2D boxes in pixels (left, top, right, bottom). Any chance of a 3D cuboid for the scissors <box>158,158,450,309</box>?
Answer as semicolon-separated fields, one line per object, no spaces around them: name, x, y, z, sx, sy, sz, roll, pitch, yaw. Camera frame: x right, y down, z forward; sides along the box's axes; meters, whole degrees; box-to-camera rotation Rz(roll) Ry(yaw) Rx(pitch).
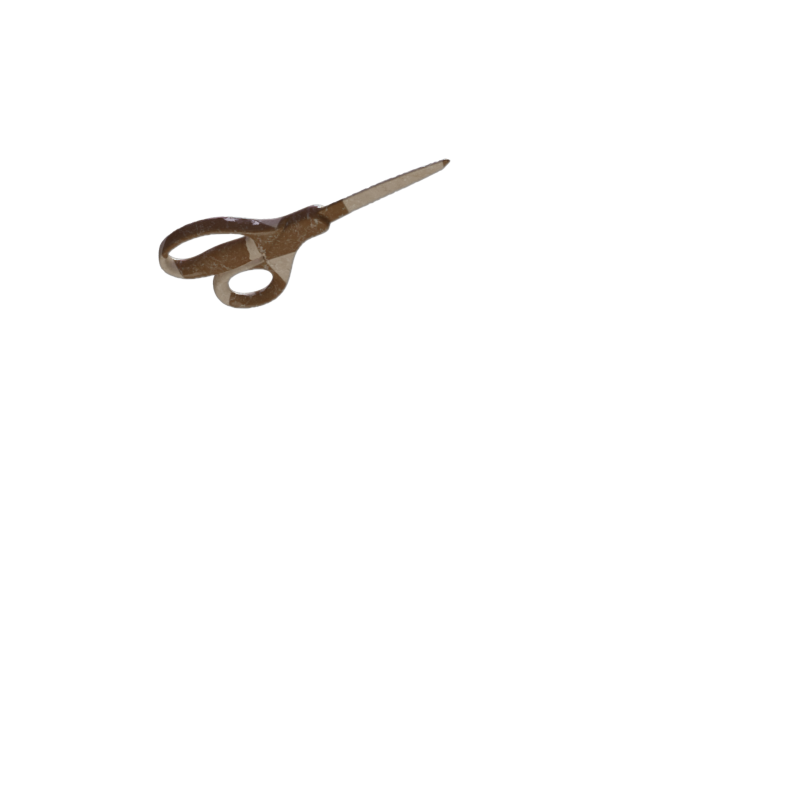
scissors;-0.055;-0.101;0.709;0.204;0.017;0.089;-10;-34;15
